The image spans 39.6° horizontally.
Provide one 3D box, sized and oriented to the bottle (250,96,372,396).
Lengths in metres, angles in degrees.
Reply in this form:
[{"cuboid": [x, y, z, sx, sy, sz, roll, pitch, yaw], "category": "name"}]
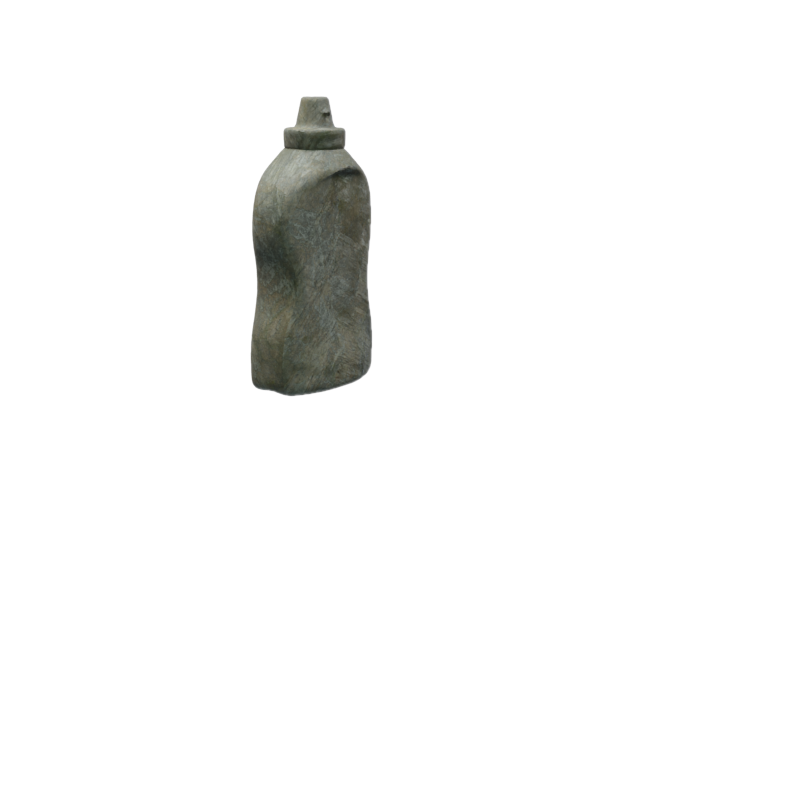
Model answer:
[{"cuboid": [-0.057, -0.105, 0.739, 0.061, 0.188, 0.094, 8, 12, 39], "category": "bottle"}]
